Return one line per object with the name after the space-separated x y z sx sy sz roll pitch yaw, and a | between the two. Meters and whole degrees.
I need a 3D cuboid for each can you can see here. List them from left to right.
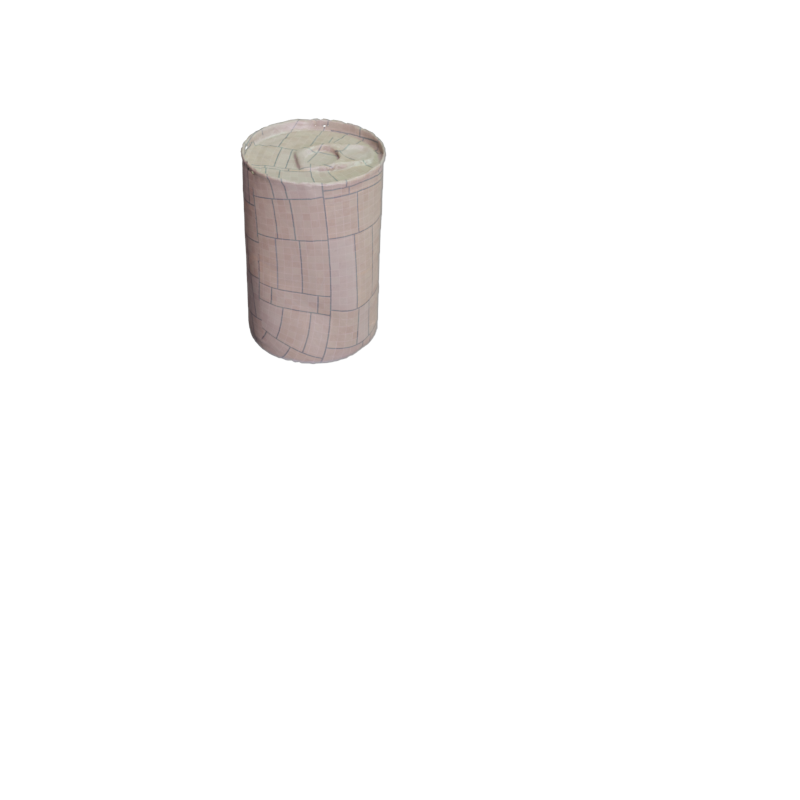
-0.043 -0.078 0.544 0.068 0.096 0.073 0 35 -3 | can
